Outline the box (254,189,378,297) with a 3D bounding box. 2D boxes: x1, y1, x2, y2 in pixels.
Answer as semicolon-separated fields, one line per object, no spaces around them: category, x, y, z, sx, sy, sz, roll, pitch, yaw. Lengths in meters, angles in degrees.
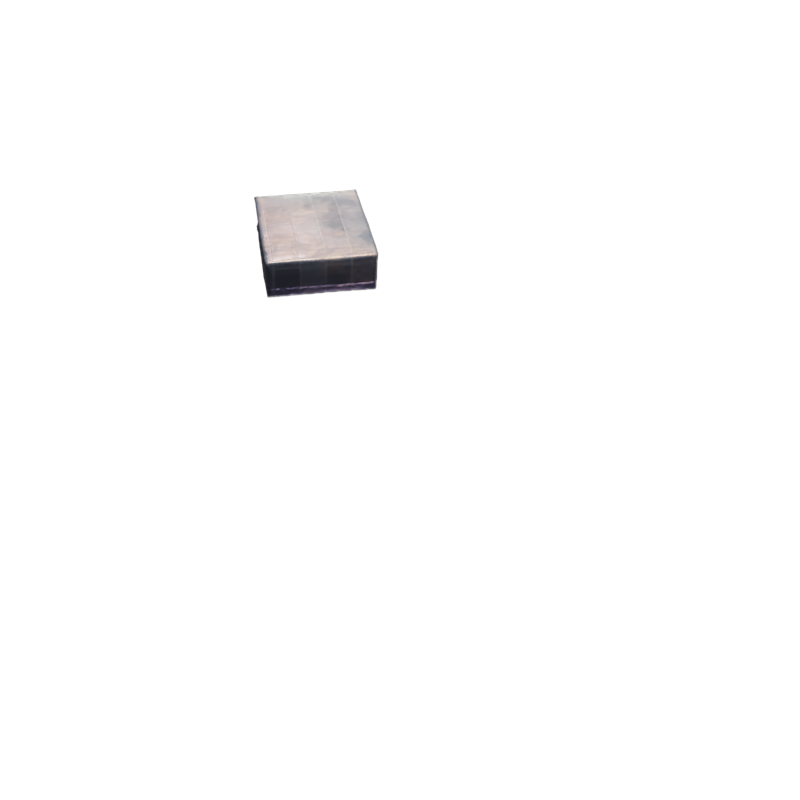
box;-0.072;-0.131;0.915;0.089;0.036;0.122;-5;35;-8
